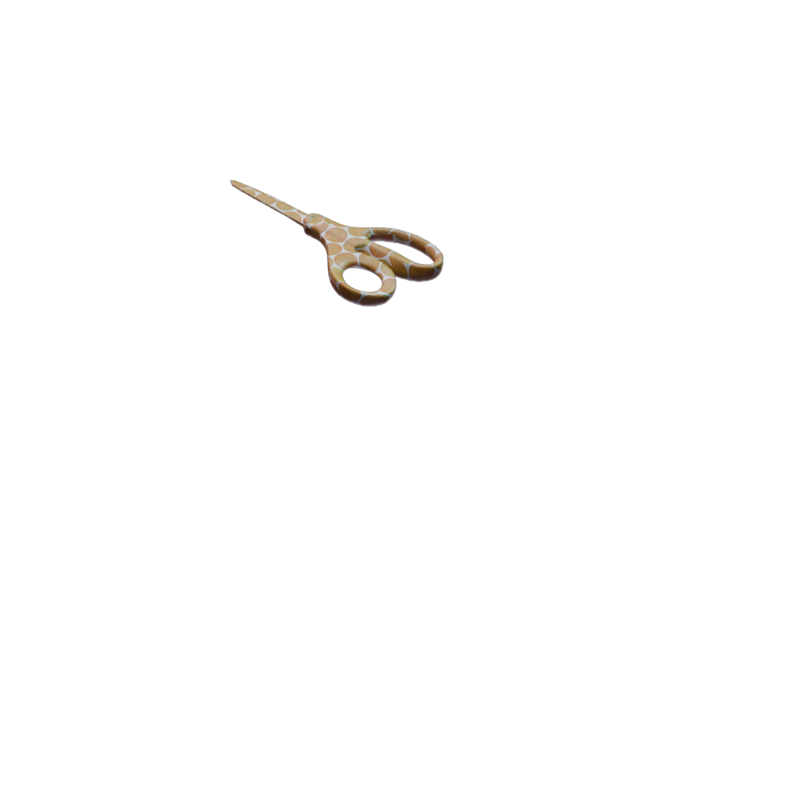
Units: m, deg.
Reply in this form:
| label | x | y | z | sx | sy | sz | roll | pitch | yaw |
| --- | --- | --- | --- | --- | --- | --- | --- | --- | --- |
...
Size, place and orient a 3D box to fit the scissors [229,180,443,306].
| label | x | y | z | sx | sy | sz | roll | pitch | yaw |
| --- | --- | --- | --- | --- | --- | --- | --- | --- | --- |
| scissors | -0.067 | -0.122 | 0.857 | 0.210 | 0.015 | 0.099 | 18 | 44 | 20 |
